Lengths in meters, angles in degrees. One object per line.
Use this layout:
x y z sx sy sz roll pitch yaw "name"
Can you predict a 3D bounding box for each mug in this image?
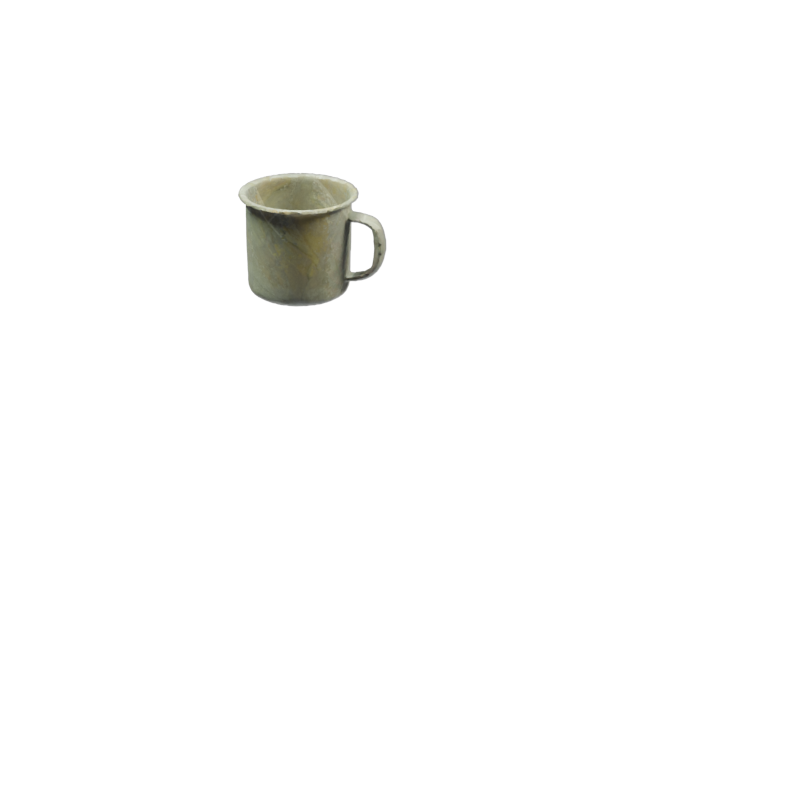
-0.068 -0.124 0.866 0.120 0.077 0.096 8 27 14 "mug"
